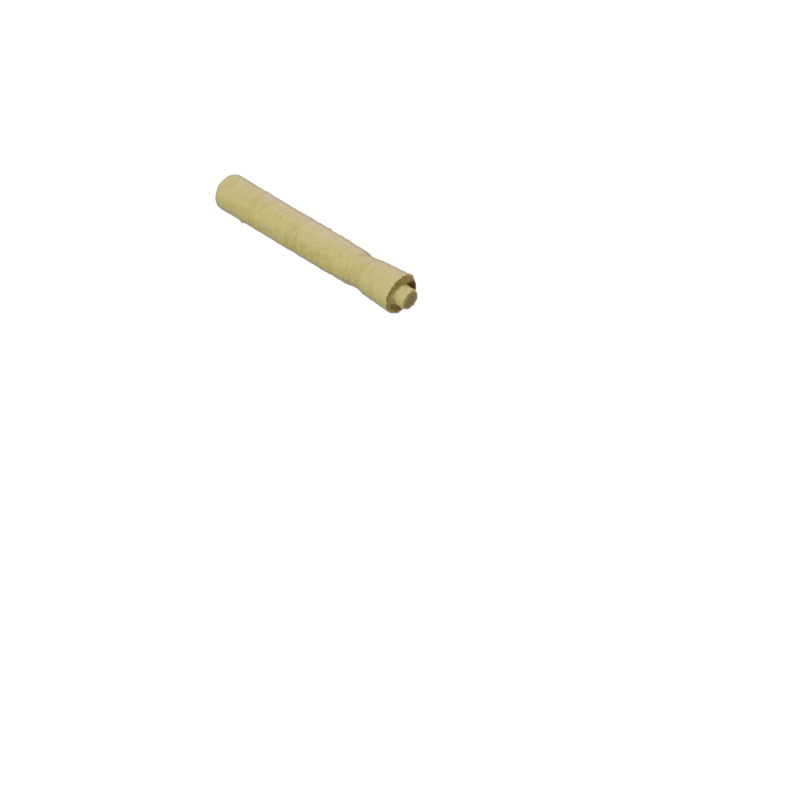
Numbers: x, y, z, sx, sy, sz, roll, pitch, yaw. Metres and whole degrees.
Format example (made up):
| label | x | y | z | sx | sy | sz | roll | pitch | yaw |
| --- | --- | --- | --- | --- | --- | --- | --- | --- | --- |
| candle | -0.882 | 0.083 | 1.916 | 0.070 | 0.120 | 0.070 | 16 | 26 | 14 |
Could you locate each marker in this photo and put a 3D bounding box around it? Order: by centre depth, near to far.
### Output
| label | x | y | z | sx | sy | sz | roll | pitch | yaw |
| --- | --- | --- | --- | --- | --- | --- | --- | --- | --- |
| marker | -0.039 | -0.072 | 0.502 | 0.129 | 0.019 | 0.019 | 34 | 24 | 35 |
